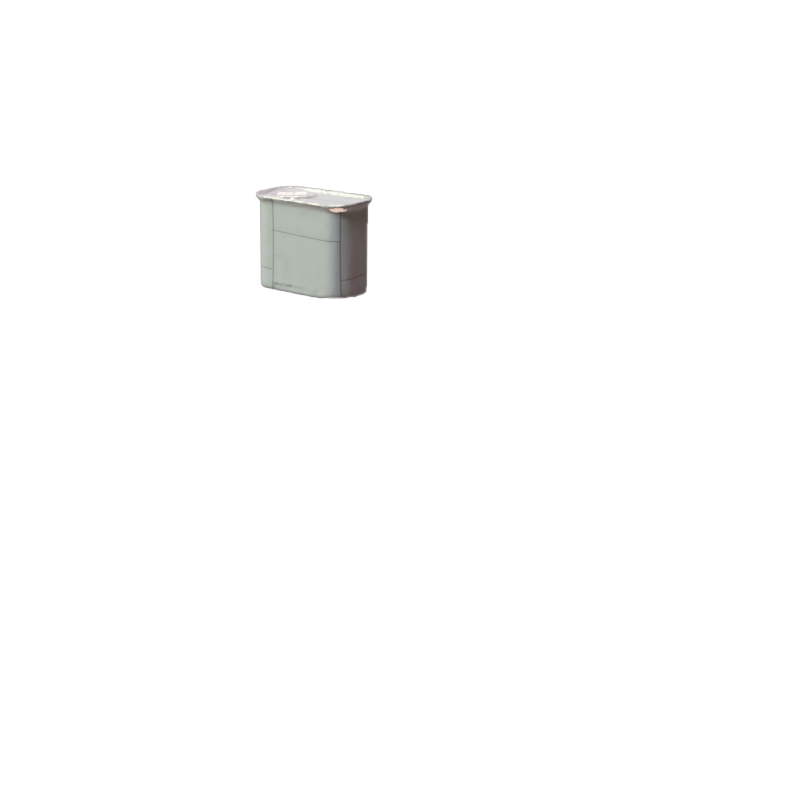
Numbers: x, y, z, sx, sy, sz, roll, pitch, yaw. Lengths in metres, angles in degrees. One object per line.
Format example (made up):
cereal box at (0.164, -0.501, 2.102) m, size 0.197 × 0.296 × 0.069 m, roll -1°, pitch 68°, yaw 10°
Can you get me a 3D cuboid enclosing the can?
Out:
can at (-0.076, -0.138, 0.964) m, size 0.107 × 0.081 × 0.057 m, roll 13°, pitch 20°, yaw 34°
